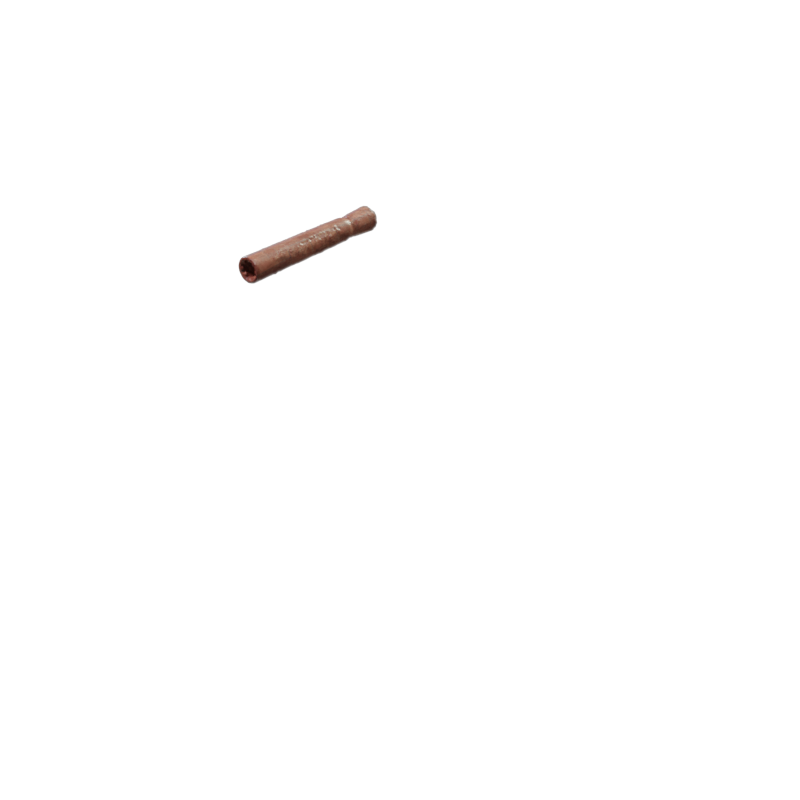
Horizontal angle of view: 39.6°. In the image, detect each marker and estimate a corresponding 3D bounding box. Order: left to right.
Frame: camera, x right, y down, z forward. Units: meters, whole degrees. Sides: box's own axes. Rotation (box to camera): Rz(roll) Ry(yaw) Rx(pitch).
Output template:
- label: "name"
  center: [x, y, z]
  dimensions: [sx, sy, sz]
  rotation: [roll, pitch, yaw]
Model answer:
- label: "marker"
  center: [-0.059, -0.108, 0.753]
  dimensions: [0.021, 0.019, 0.121]
  rotation: [4, 26, 44]
